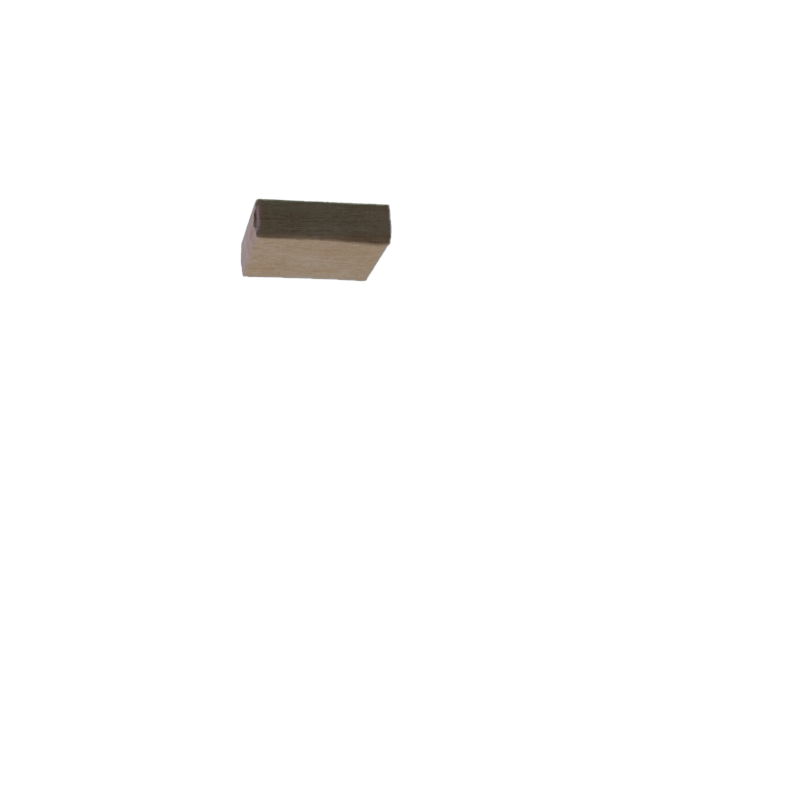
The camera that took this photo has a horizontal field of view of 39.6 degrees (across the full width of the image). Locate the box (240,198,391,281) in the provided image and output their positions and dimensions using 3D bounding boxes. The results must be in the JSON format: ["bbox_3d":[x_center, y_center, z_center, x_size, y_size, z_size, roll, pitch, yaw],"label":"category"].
[{"bbox_3d":[-0.072,-0.131,0.919,0.112,0.041,0.087,3,-16,-12],"label":"box"}]
